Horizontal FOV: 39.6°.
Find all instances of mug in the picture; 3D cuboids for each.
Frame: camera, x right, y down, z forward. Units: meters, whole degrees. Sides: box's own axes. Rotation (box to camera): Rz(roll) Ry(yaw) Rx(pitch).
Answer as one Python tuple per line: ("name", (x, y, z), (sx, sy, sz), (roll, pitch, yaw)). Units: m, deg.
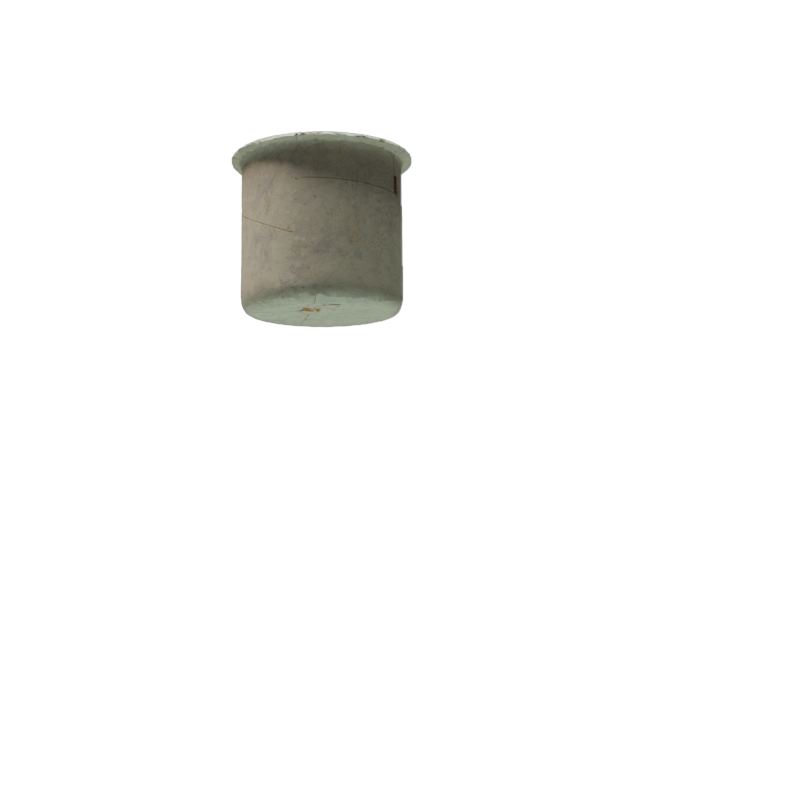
("mug", (-0.045, -0.082, 0.574), (0.090, 0.084, 0.118), (4, -10, -24))
